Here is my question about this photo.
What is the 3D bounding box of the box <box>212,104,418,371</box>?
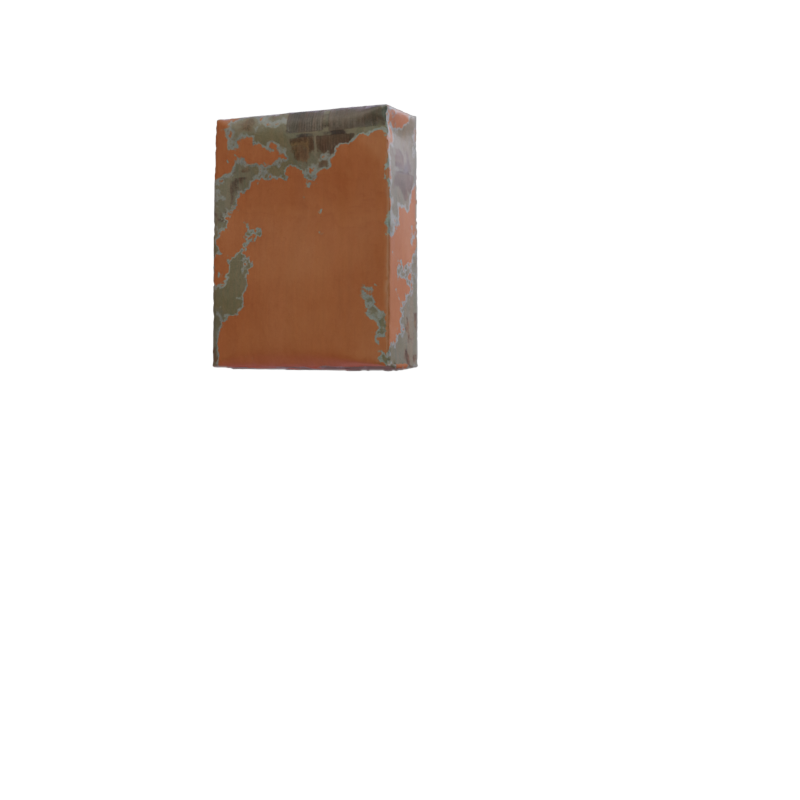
[{"bbox_3d":[-0.073,-0.133,0.929,0.169,0.216,0.069,-1,-4,24],"label":"box"}]
